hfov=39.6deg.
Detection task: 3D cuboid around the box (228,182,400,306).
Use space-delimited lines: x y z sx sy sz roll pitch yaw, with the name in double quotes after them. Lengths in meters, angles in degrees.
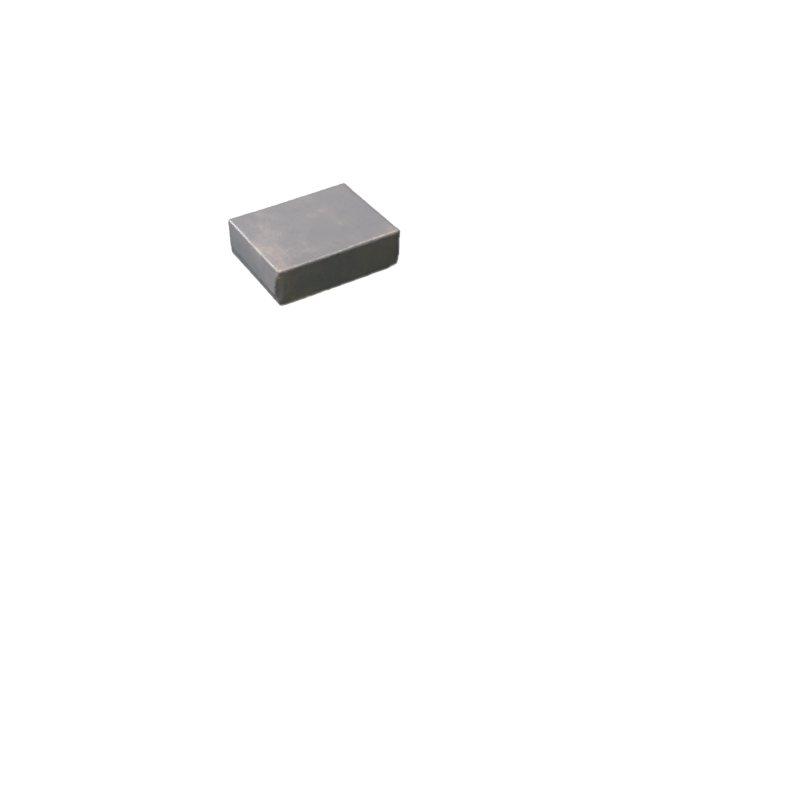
-0.070 -0.128 0.897 0.112 0.036 0.097 -20 43 -24 "box"
